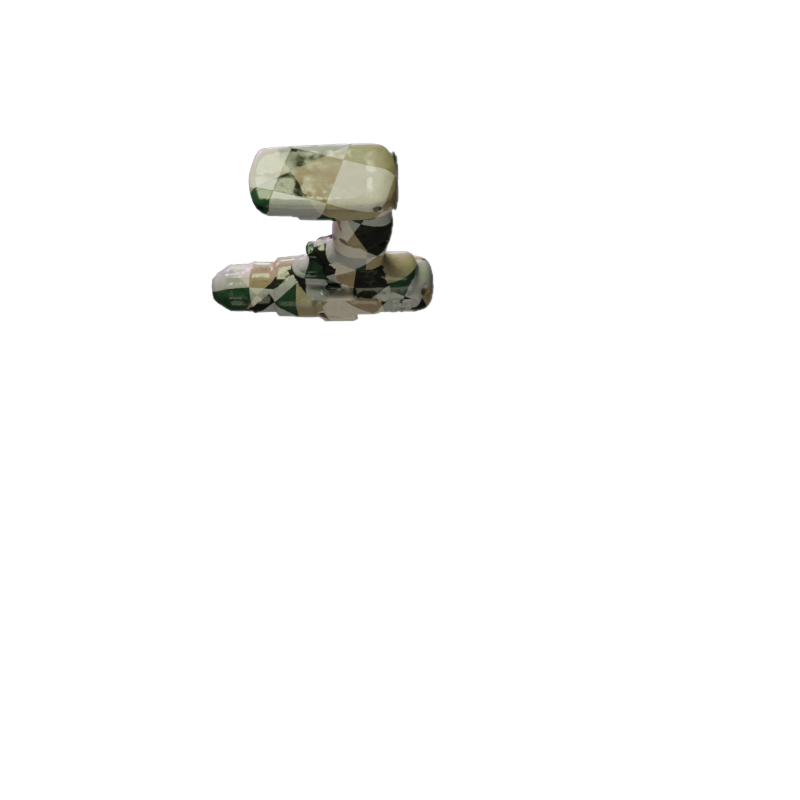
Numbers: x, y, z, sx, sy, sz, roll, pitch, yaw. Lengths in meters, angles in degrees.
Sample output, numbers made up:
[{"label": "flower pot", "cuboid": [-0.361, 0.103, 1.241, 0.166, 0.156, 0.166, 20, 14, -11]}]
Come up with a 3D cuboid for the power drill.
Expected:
[{"label": "power drill", "cuboid": [-0.067, -0.123, 0.861, 0.185, 0.061, 0.176, -2, -25, 3]}]
